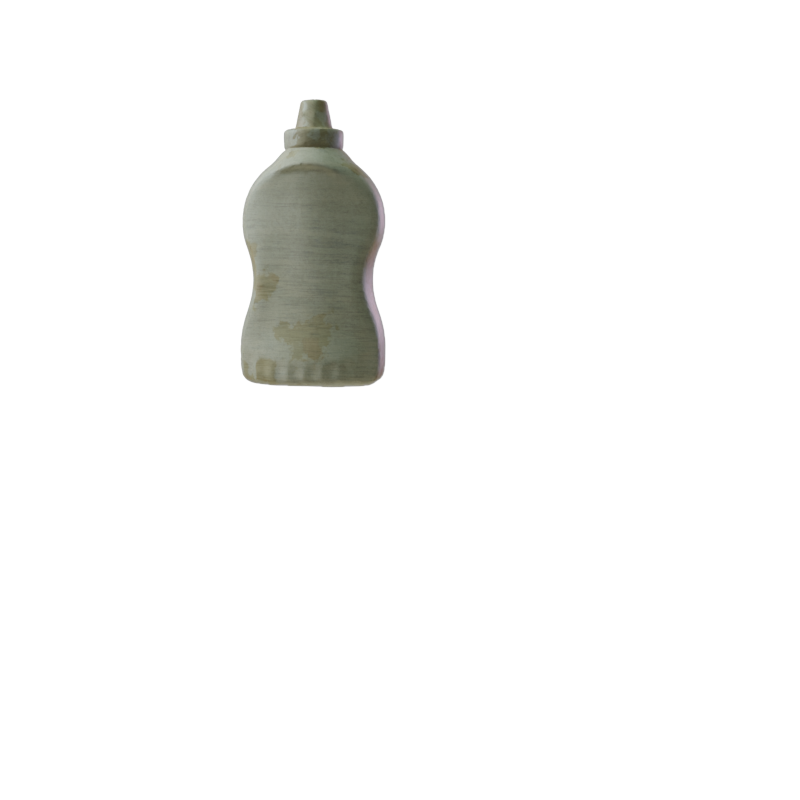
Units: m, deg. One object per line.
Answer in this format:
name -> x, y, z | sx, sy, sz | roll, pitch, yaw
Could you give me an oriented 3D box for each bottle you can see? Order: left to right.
bottle -> -0.059, -0.107, 0.753 | 0.098, 0.192, 0.057 | 0, 0, 13
